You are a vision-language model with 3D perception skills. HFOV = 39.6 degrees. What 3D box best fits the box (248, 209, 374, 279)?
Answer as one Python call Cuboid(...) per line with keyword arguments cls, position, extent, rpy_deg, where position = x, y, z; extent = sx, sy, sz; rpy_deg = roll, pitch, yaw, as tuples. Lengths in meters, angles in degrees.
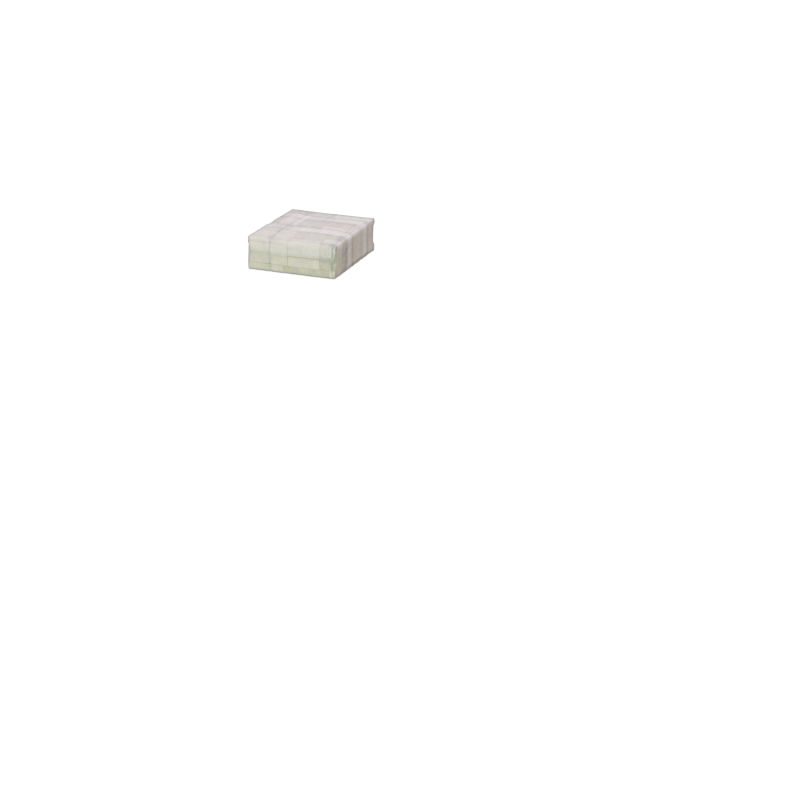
Cuboid(cls="box", position=(-0.068, -0.124, 0.870), extent=(0.075, 0.029, 0.091), rpy_deg=(9, 25, 19))
